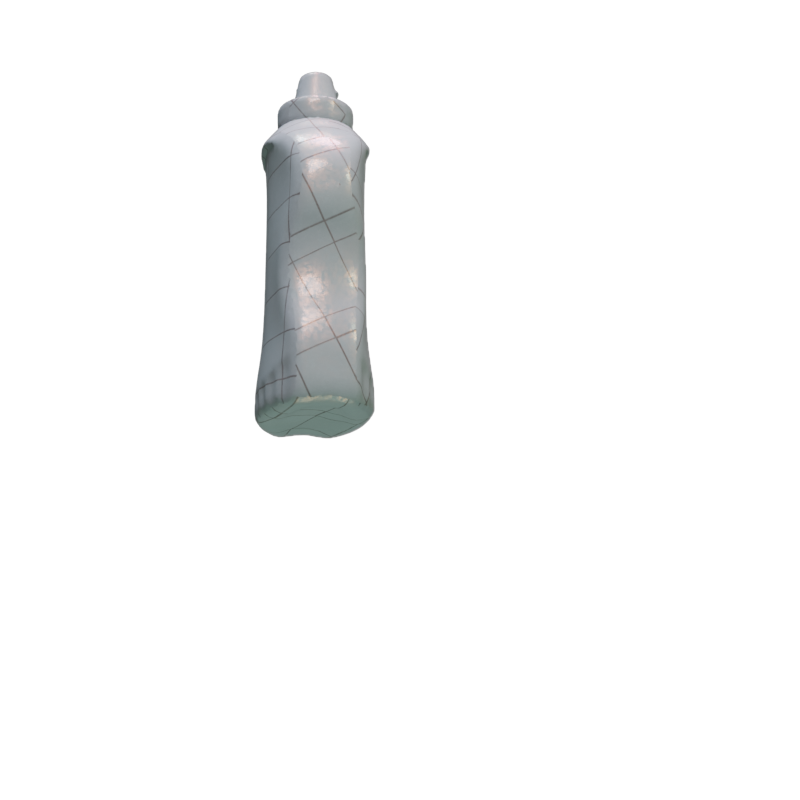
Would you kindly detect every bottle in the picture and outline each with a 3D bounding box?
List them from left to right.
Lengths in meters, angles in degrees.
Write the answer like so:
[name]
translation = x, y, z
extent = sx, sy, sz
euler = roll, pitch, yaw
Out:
[bottle]
translation = -0.045, -0.082, 0.576
extent = 0.058, 0.201, 0.093
euler = 2, -19, -9
